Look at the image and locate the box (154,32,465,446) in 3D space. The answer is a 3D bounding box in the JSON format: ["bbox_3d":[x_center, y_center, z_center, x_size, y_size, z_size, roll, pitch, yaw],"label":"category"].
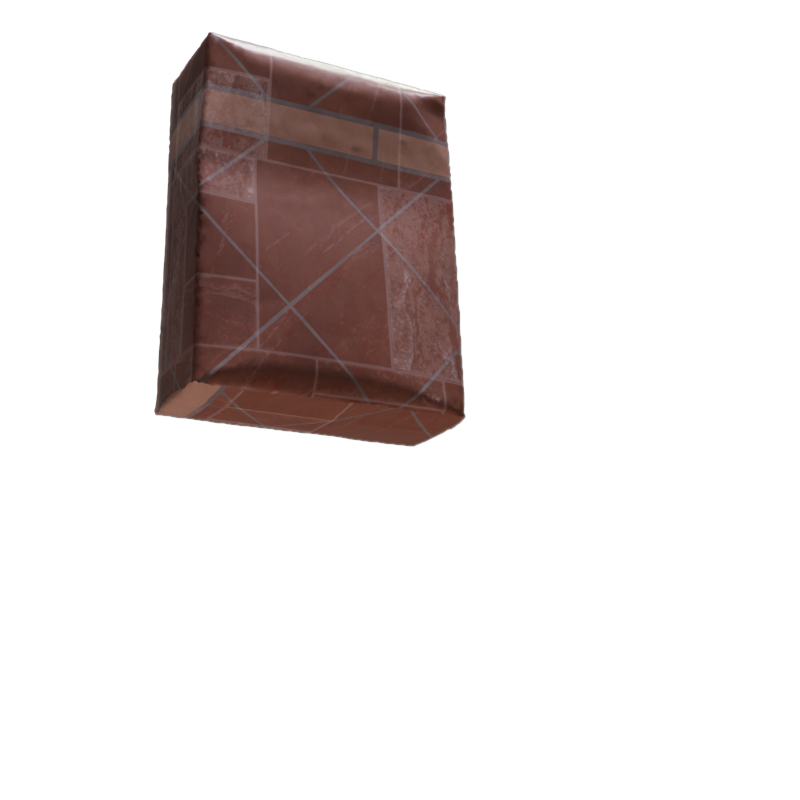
[{"bbox_3d":[-0.050,-0.092,0.641,0.158,0.225,0.071,9,-25,-25],"label":"box"}]
